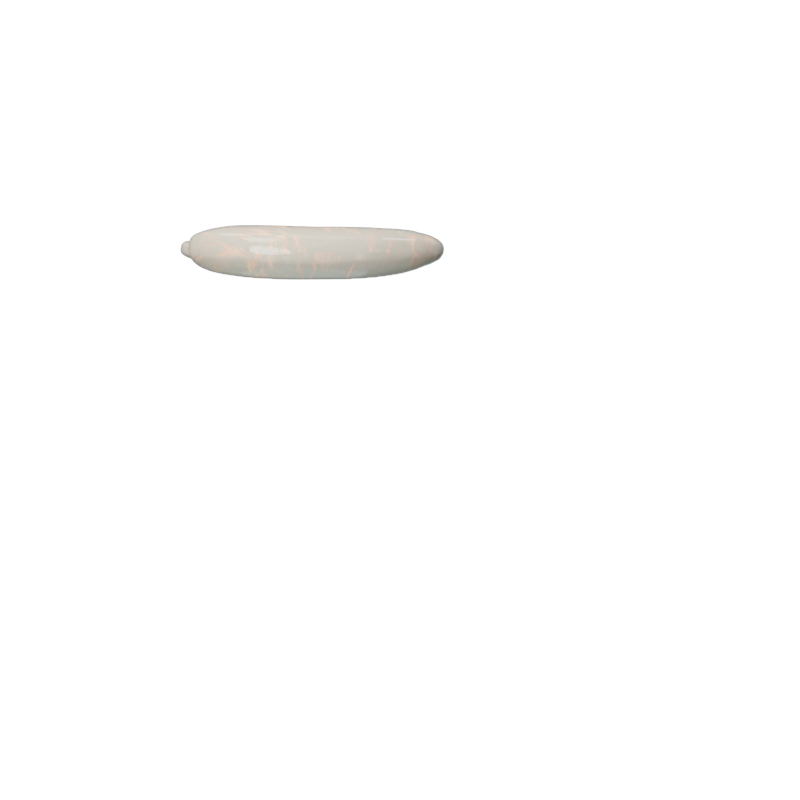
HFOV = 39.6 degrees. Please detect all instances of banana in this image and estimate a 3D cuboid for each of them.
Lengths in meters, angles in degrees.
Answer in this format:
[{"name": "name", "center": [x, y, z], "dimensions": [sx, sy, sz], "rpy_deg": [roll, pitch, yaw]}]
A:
[{"name": "banana", "center": [-0.069, -0.109, 0.796], "dimensions": [0.200, 0.035, 0.072], "rpy_deg": [3, 21, 7]}]
